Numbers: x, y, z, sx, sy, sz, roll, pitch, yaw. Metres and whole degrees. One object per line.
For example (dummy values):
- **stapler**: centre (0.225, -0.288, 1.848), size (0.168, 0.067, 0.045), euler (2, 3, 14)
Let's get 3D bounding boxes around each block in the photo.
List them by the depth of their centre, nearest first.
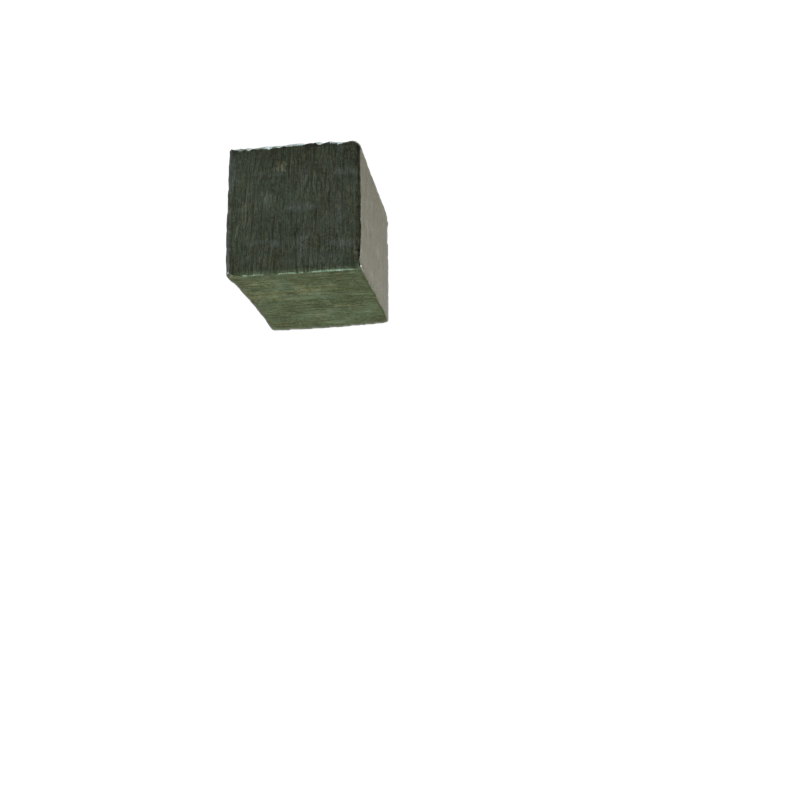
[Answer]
- **block**: centre (-0.035, -0.064, 0.445), size (0.053, 0.053, 0.074), euler (-3, -15, 7)
